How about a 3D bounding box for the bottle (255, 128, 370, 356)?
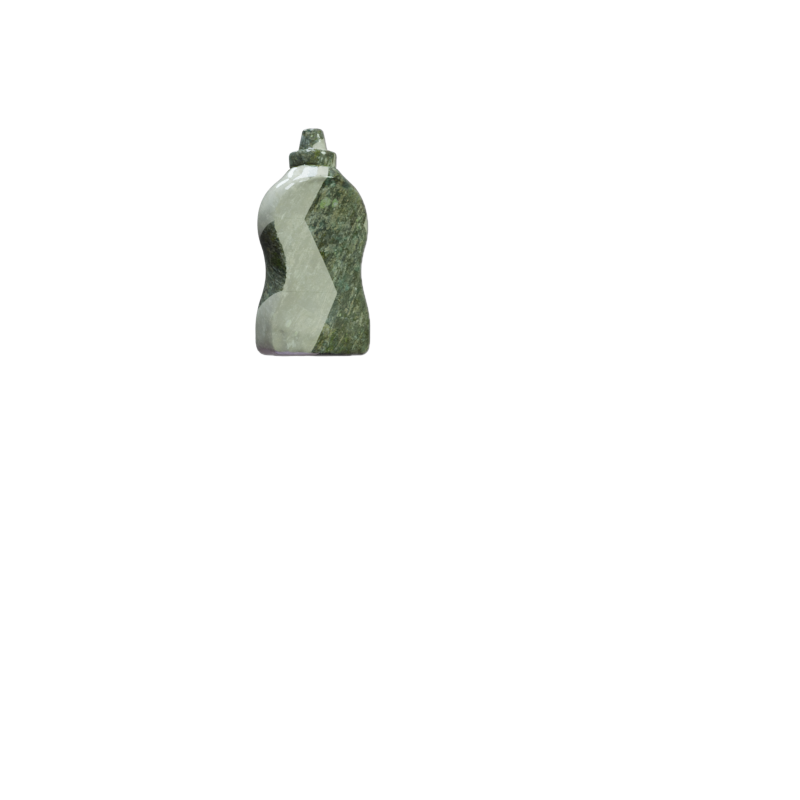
[{"bbox_3d":[-0.073,-0.133,0.934,0.093,0.194,0.059,2,-6,-26],"label":"bottle"}]
